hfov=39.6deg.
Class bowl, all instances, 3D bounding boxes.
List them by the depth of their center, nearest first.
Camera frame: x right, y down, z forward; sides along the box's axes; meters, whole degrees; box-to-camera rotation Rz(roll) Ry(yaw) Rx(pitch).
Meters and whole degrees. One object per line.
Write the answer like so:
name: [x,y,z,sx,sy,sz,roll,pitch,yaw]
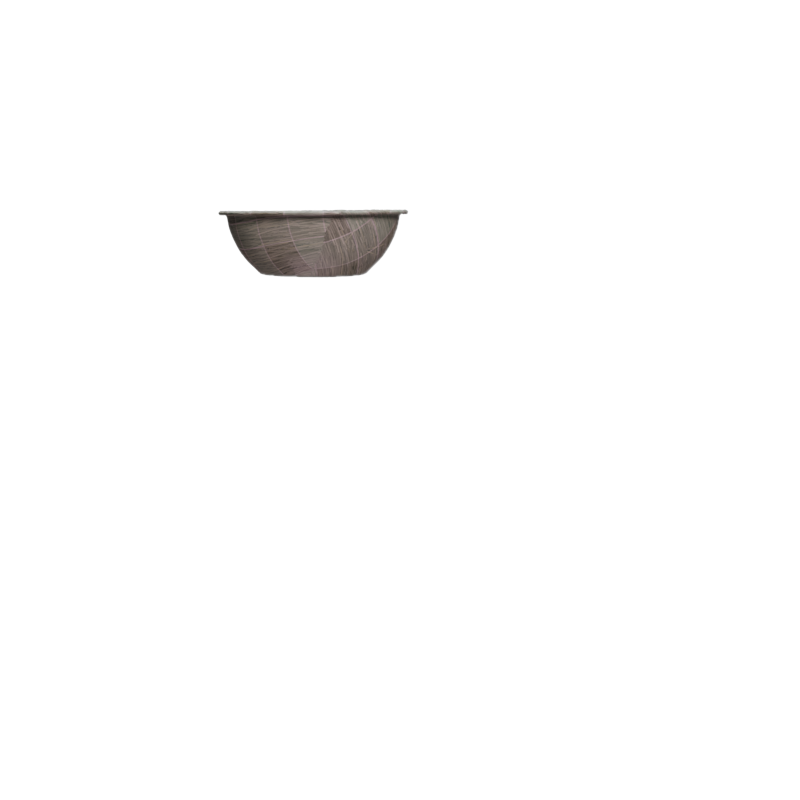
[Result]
bowl: [-0.074,-0.135,0.946,0.162,0.054,0.165,0,9,-2]
